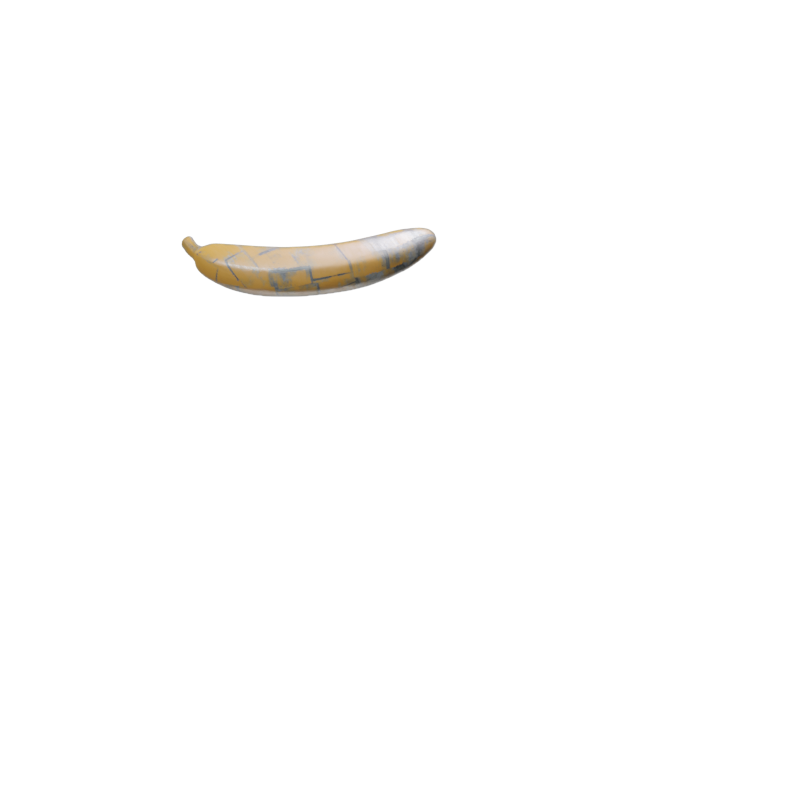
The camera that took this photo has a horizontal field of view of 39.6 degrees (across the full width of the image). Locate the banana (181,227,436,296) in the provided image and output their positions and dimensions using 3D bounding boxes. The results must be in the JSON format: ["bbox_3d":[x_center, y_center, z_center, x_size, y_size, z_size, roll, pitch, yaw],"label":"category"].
[{"bbox_3d":[-0.069,-0.107,0.837,0.197,0.075,0.034,0,-43,0],"label":"banana"}]
